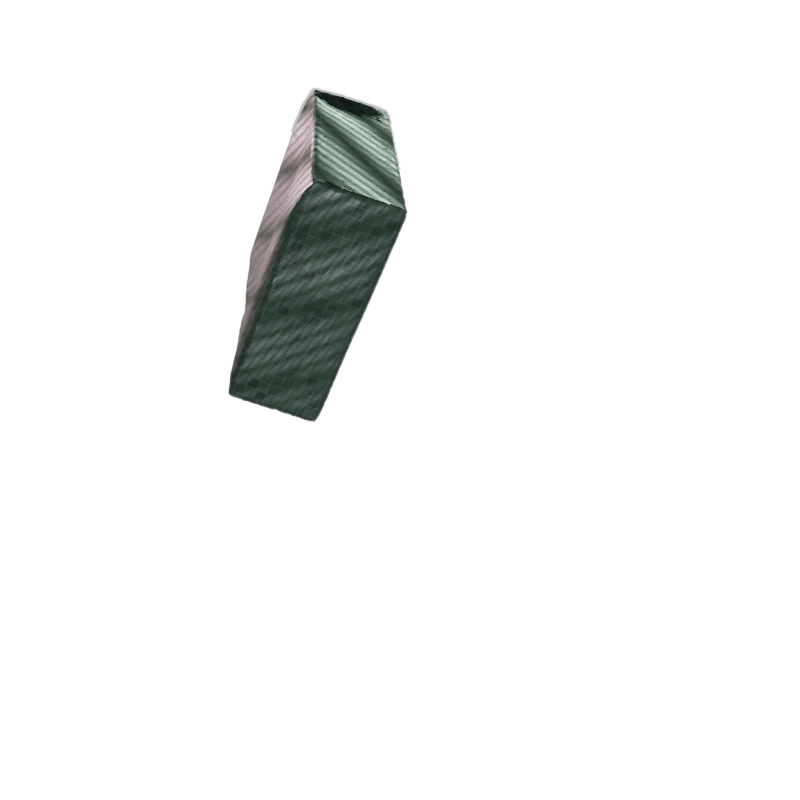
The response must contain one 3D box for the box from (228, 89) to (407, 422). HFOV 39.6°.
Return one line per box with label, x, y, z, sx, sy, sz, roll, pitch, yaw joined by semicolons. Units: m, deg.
box;-0.062;-0.114;0.796;0.070;0.158;0.227;18;26;-14
